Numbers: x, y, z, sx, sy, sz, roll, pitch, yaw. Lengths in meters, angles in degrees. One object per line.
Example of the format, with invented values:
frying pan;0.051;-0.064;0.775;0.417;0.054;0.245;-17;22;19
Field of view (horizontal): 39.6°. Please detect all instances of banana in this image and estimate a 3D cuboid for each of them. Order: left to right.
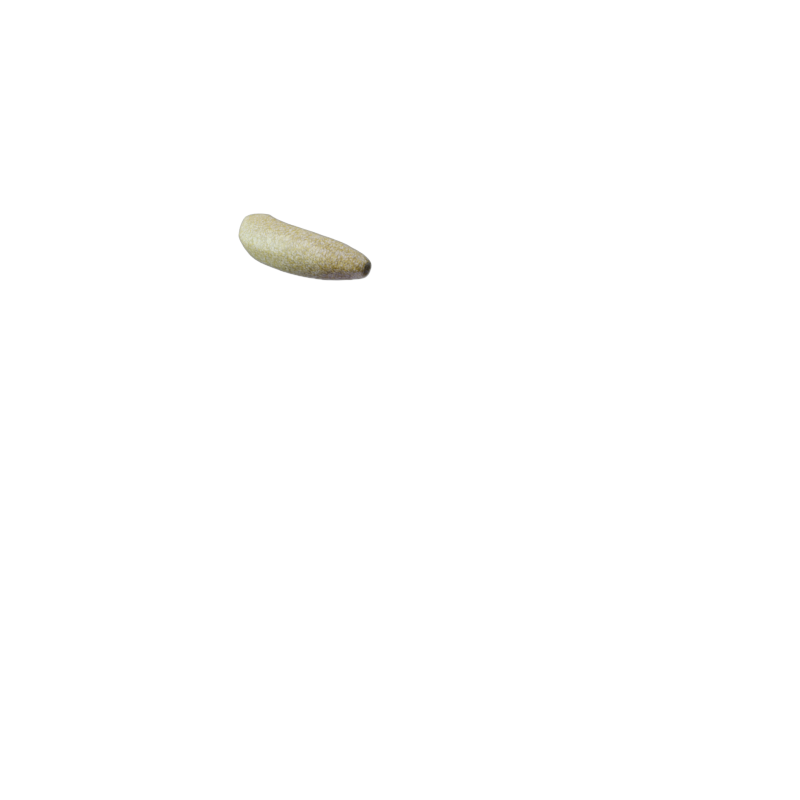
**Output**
banana;-0.090;-0.129;0.904;0.068;0.036;0.209;-6;19;-21
